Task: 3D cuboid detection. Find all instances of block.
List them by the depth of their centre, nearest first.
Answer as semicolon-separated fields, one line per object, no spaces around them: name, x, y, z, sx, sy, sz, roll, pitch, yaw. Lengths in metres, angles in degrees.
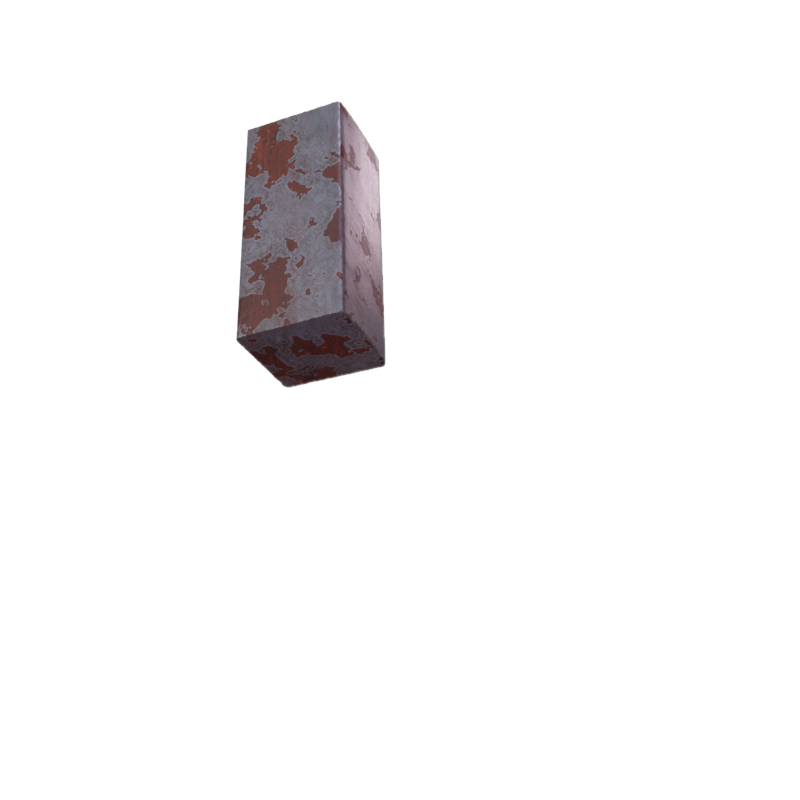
block;-0.070;-0.128;0.902;0.092;0.220;0.083;-15;-35;18
